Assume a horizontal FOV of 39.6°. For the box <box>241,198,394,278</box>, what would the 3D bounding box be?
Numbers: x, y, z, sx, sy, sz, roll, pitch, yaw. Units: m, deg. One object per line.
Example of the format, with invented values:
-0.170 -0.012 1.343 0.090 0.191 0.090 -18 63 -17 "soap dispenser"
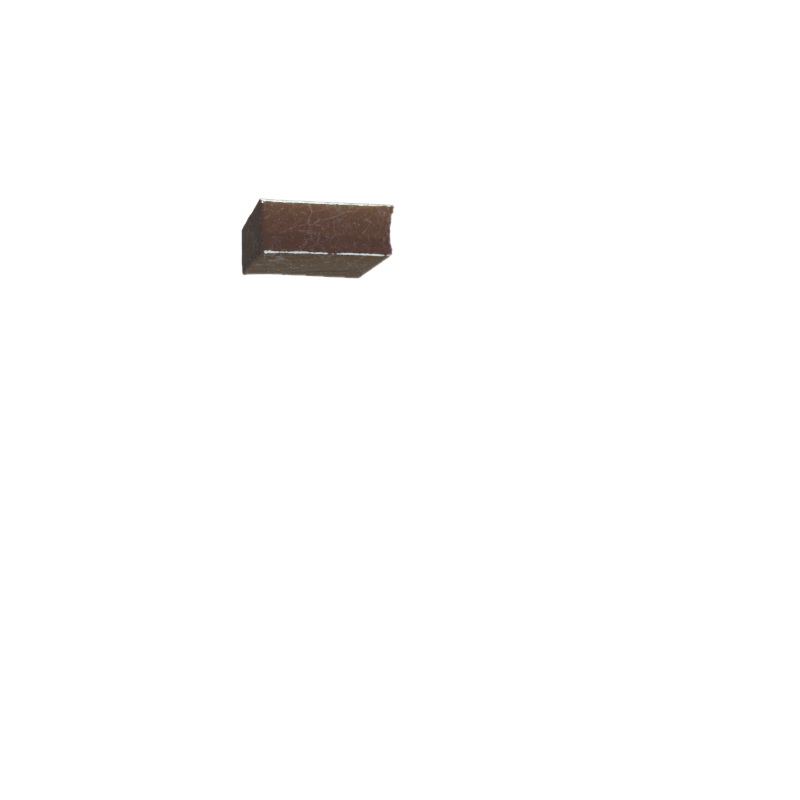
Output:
-0.060 -0.109 0.766 0.088 0.039 0.114 0 -1 -12 "box"
